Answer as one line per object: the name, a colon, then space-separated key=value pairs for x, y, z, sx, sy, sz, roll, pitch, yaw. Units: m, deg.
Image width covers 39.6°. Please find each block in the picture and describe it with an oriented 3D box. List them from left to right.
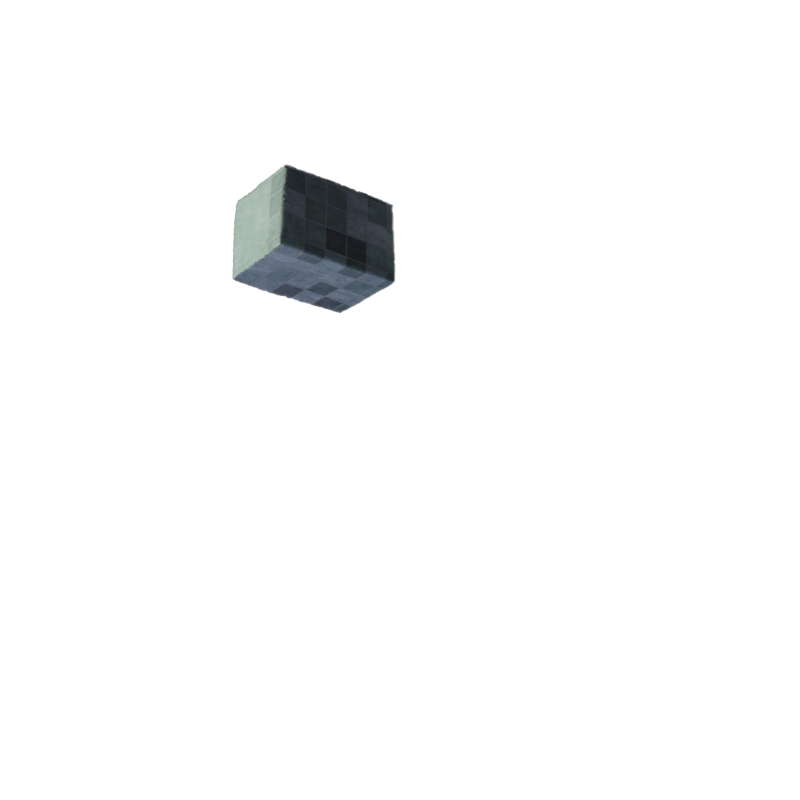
block: x=-0.049 y=-0.089 z=0.623 sx=0.074 sy=0.054 sz=0.053 roll=16 pitch=-30 yaw=-34
